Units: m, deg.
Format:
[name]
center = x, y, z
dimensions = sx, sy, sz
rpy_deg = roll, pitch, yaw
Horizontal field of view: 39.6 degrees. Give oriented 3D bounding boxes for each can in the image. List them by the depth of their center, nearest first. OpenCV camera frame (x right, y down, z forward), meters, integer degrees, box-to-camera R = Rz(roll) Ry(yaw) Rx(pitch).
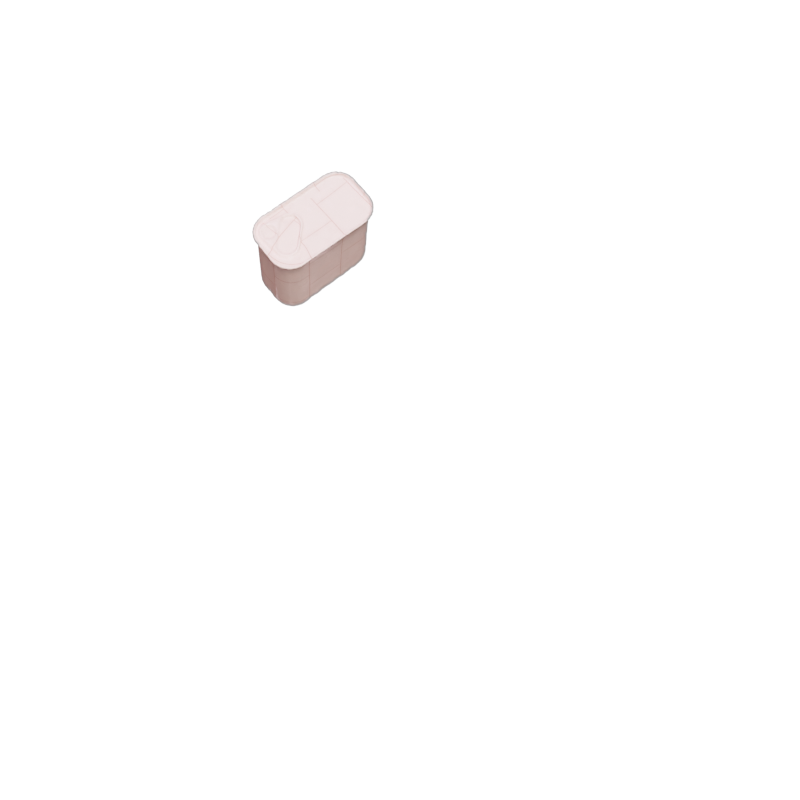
[can]
center = -0.075, -0.137, 0.957
dimensions = 0.102, 0.060, 0.079
rpy_deg = -36, -16, -16
